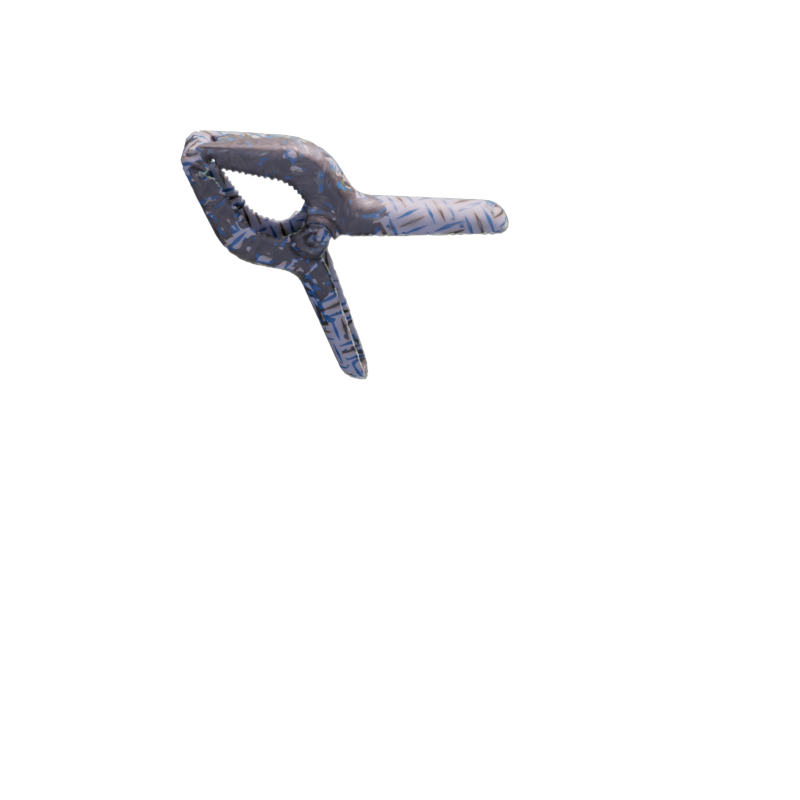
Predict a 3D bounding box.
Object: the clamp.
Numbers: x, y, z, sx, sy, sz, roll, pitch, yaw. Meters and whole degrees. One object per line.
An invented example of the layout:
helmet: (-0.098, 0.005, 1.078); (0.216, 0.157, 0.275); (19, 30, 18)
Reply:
clamp: (-0.058, -0.105, 0.735); (0.203, 0.160, 0.039); (26, 29, -15)
